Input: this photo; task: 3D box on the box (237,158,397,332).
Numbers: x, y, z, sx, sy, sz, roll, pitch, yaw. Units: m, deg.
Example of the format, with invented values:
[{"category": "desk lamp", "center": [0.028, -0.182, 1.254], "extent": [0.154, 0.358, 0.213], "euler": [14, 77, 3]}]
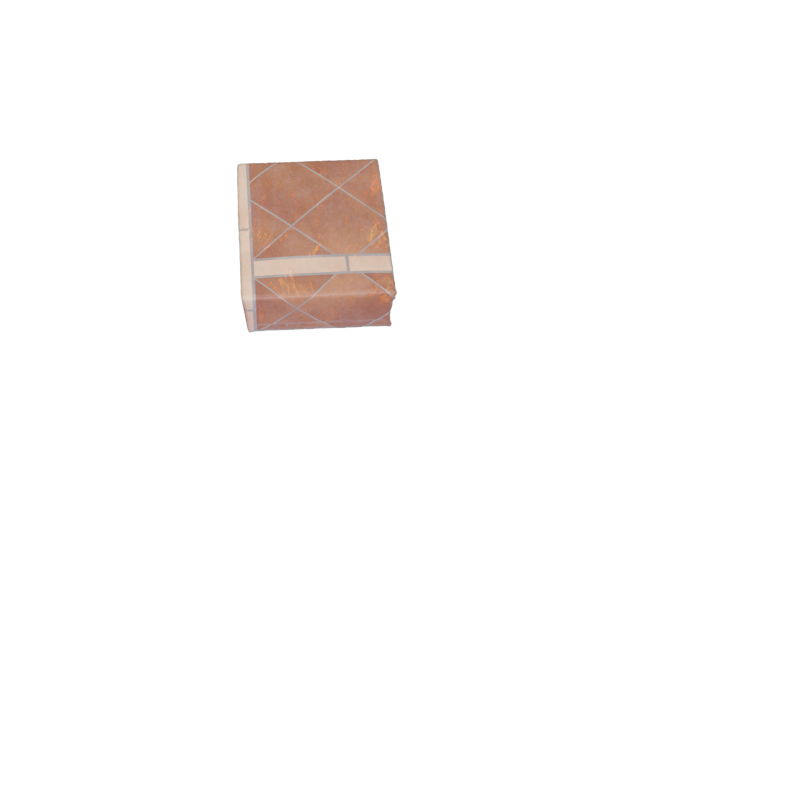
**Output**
[{"category": "box", "center": [-0.053, -0.097, 0.677], "extent": [0.089, 0.122, 0.036], "euler": [-4, -36, -4]}]
